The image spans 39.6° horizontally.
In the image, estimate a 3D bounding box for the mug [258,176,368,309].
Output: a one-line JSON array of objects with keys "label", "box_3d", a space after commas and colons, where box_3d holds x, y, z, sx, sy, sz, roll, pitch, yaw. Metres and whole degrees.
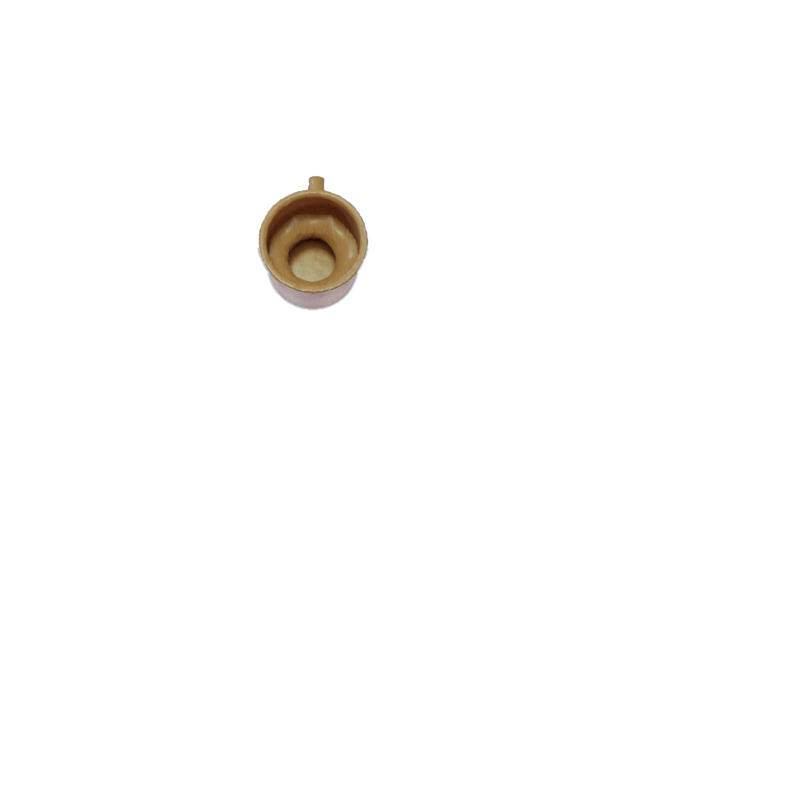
[{"label": "mug", "box_3d": [-0.077, -0.140, 0.981, 0.093, 0.122, 0.078, 0, -16, -2]}]
